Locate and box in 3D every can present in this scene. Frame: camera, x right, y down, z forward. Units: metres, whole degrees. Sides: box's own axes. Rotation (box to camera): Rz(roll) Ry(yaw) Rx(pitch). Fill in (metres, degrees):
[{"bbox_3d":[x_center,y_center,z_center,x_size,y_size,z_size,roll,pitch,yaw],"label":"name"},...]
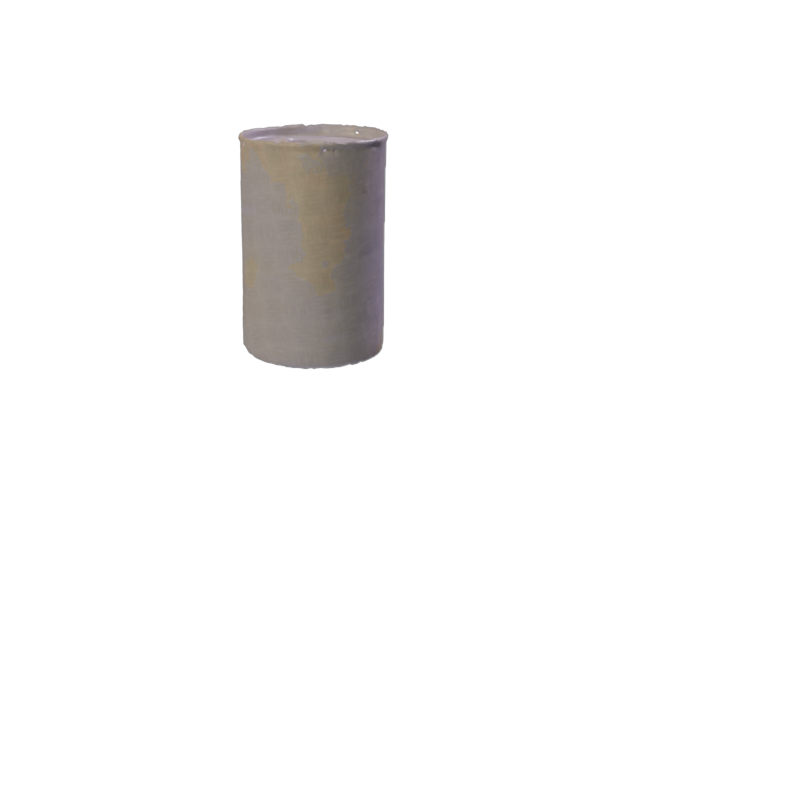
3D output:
[{"bbox_3d":[-0.040,-0.073,0.514,0.068,0.099,0.071,0,16,-2],"label":"can"}]
